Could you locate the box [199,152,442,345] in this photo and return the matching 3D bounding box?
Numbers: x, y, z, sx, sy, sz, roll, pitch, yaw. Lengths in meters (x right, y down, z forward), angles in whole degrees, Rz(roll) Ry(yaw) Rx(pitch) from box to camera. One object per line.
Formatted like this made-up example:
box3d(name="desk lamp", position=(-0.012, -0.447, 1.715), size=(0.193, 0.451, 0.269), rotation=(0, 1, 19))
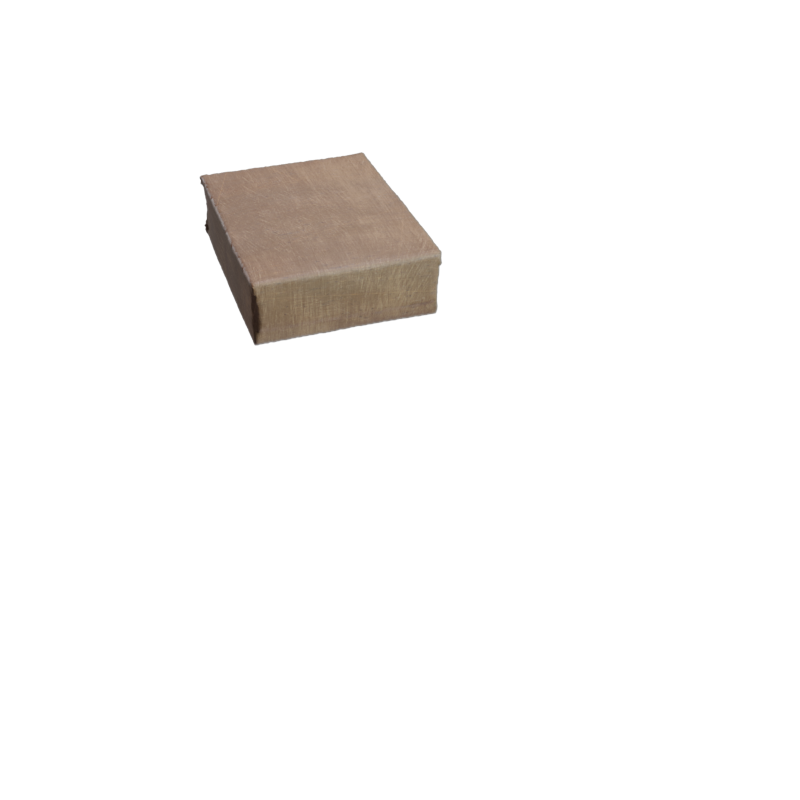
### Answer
box3d(name="box", position=(-0.042, -0.077, 0.540), size=(0.088, 0.036, 0.122), rotation=(-11, 35, -16))
